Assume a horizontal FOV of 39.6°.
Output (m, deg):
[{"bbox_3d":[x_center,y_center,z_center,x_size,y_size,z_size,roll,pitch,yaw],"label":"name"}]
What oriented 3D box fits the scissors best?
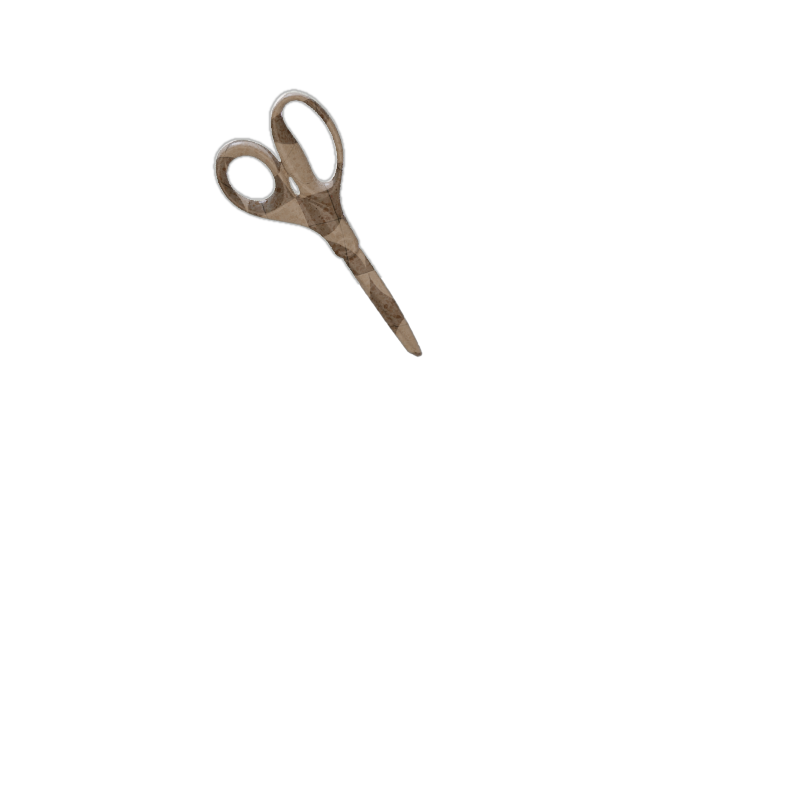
[{"bbox_3d":[-0.059,-0.107,0.748,0.096,0.194,0.016,-16,14,4],"label":"scissors"}]
